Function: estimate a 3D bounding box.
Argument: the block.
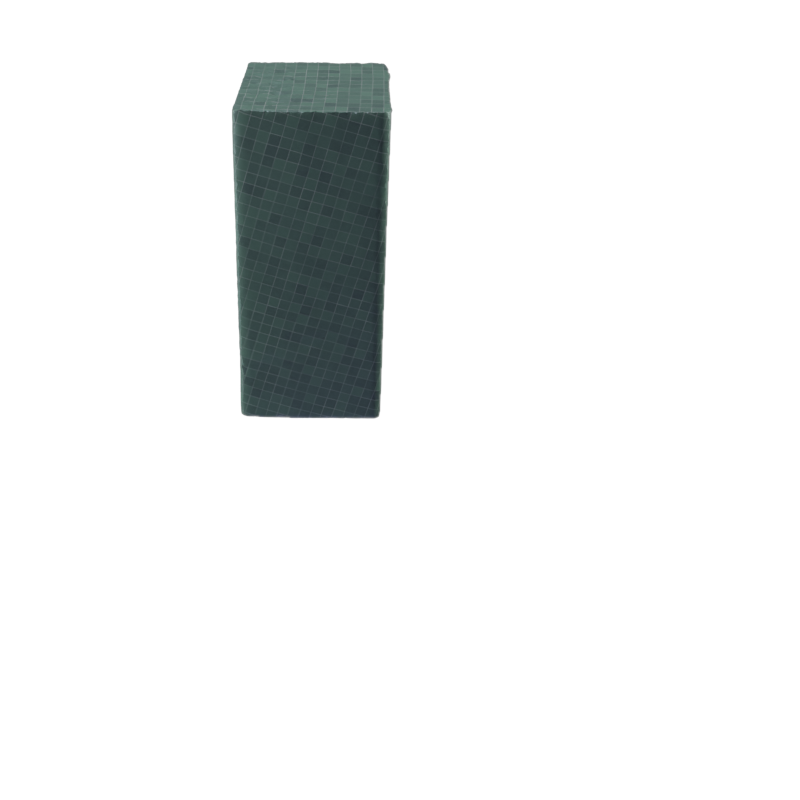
[{"bbox_3d":[-0.054,-0.099,0.695,0.090,0.194,0.096,2,29,-1],"label":"block"}]
